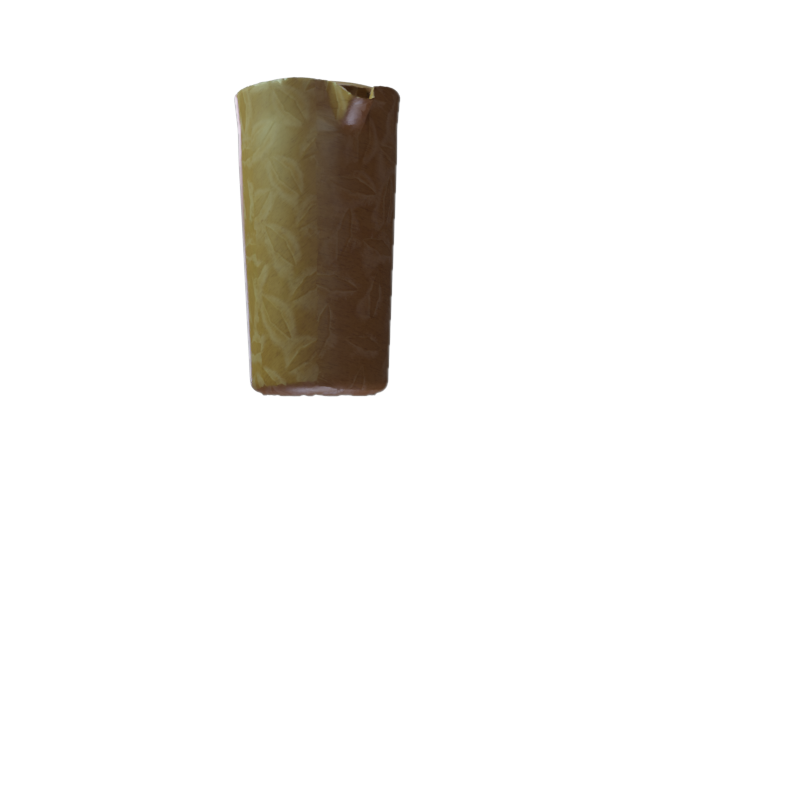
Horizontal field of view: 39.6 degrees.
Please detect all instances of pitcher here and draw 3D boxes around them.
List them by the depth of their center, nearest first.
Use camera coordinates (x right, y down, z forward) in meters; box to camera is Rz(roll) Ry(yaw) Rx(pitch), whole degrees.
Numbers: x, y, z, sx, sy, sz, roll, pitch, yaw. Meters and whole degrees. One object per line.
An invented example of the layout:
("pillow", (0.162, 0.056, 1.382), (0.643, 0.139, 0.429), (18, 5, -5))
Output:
("pitcher", (-0.069, -0.126, 0.885), (0.148, 0.247, 0.144), (-2, -5, 17))
